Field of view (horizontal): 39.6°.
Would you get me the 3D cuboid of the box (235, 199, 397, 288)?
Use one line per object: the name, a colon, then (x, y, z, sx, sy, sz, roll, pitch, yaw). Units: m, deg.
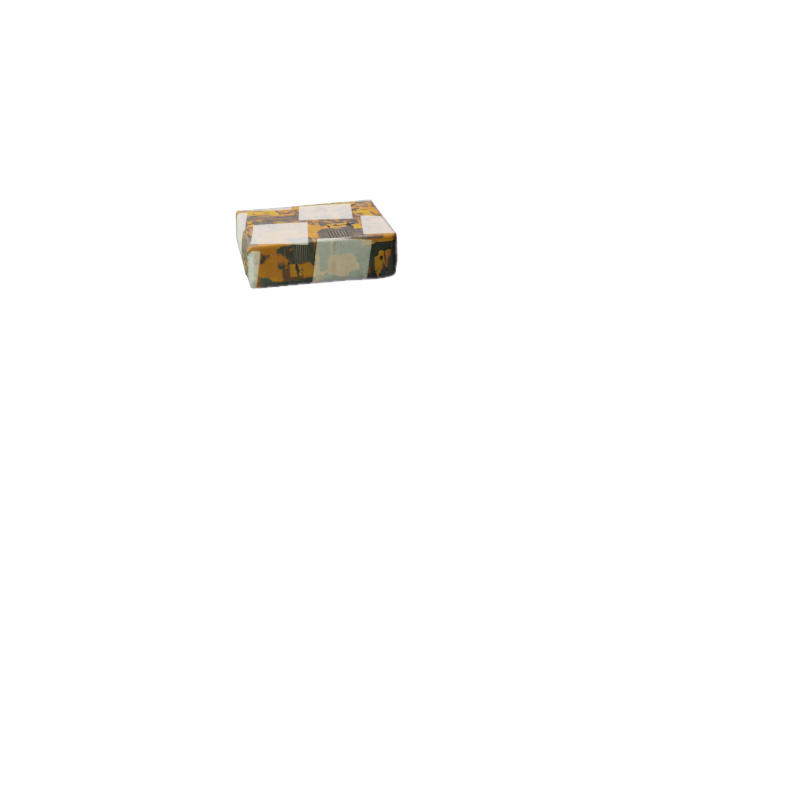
box: (-0.066, -0.121, 0.848, 0.112, 0.037, 0.096, -5, 26, -10)
